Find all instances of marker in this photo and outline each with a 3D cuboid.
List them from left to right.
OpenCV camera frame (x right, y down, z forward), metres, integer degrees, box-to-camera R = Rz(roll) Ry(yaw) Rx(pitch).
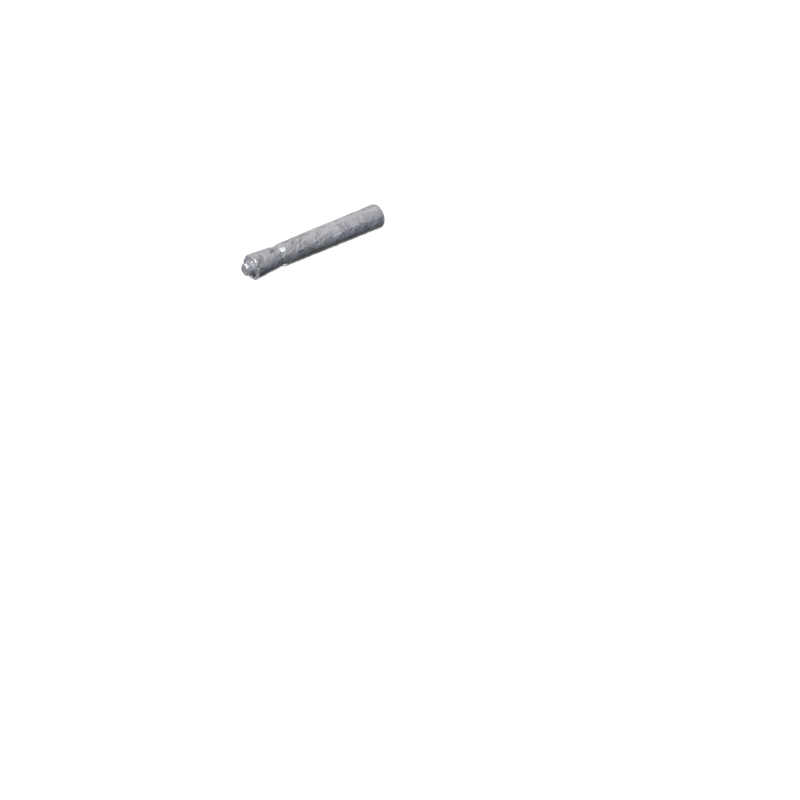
[{"bbox_3d":[-0.063,-0.114,0.802,0.120,0.019,0.021,-28,19,-31],"label":"marker"}]
